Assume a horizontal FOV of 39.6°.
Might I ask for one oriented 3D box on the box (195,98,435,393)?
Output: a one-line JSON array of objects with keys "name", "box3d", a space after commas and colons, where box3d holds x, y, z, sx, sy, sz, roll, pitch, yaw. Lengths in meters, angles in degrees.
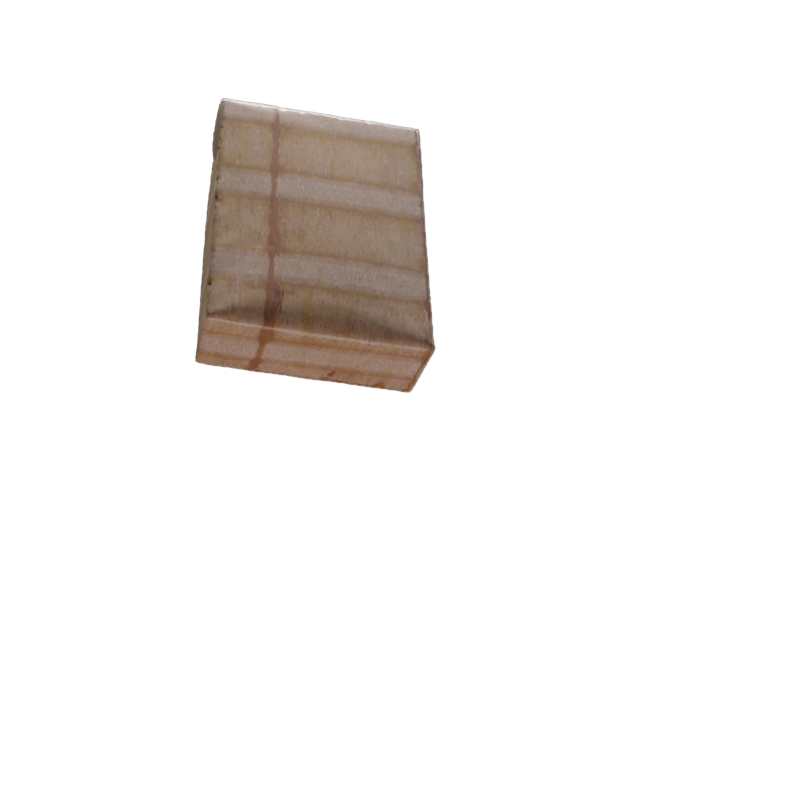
[{"name": "box", "box3d": [-0.066, -0.120, 0.840, 0.161, 0.229, 0.068, 6, -37, -12]}]
